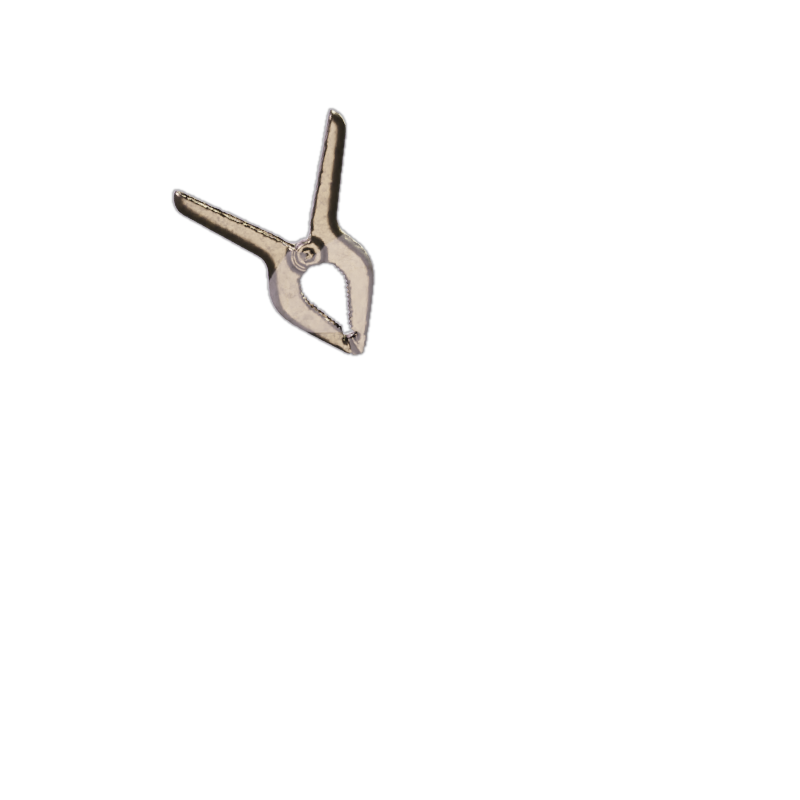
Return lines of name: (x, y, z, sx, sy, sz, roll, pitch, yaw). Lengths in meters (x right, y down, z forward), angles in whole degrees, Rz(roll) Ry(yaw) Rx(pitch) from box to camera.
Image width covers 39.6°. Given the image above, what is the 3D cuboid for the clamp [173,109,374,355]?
clamp: (-0.076, -0.139, 0.972, 0.164, 0.206, 0.037, -34, 7, 5)
